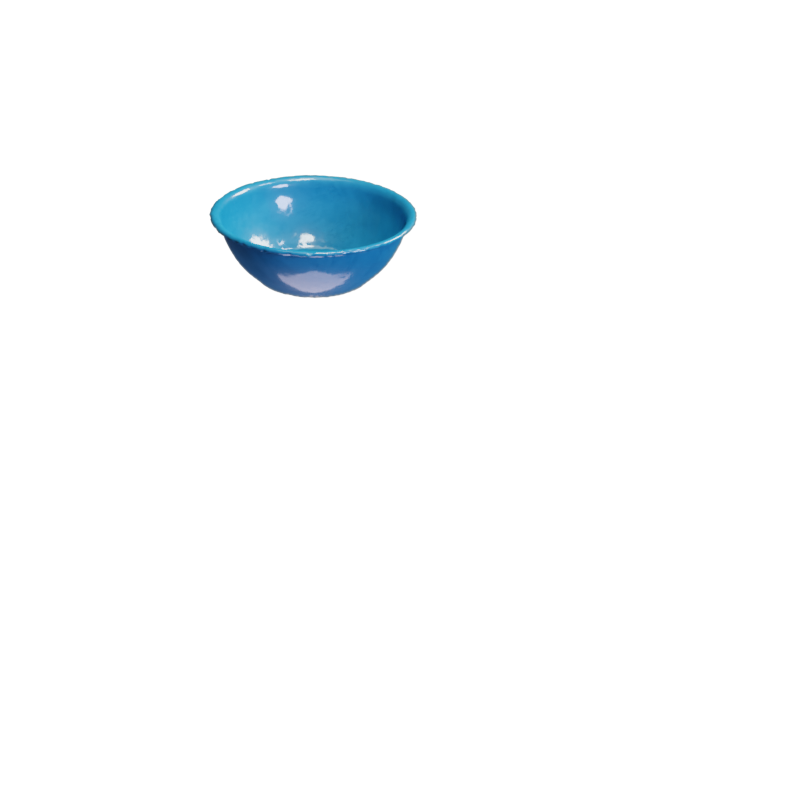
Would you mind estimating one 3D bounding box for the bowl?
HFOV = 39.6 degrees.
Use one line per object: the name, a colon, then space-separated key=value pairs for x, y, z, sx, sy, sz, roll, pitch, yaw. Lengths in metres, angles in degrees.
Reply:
bowl: x=-0.069 y=-0.125 z=0.878 sx=0.162 sy=0.052 sz=0.172 roll=-1 pitch=30 yaw=-2
